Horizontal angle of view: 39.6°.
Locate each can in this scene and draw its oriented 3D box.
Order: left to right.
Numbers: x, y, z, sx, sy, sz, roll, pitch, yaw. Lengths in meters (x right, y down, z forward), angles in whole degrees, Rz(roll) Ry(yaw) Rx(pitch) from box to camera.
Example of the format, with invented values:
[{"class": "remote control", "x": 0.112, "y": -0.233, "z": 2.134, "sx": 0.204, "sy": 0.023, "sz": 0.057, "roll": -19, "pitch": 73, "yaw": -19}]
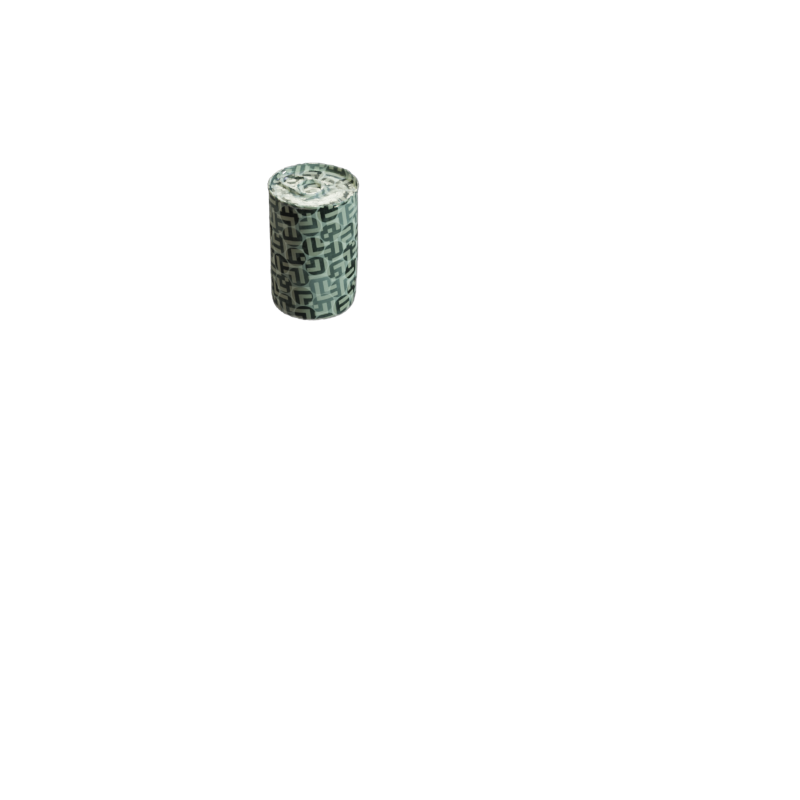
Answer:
[{"class": "can", "x": -0.066, "y": -0.121, "z": 0.846, "sx": 0.068, "sy": 0.096, "sz": 0.073, "roll": 0, "pitch": 35, "yaw": -3}]
